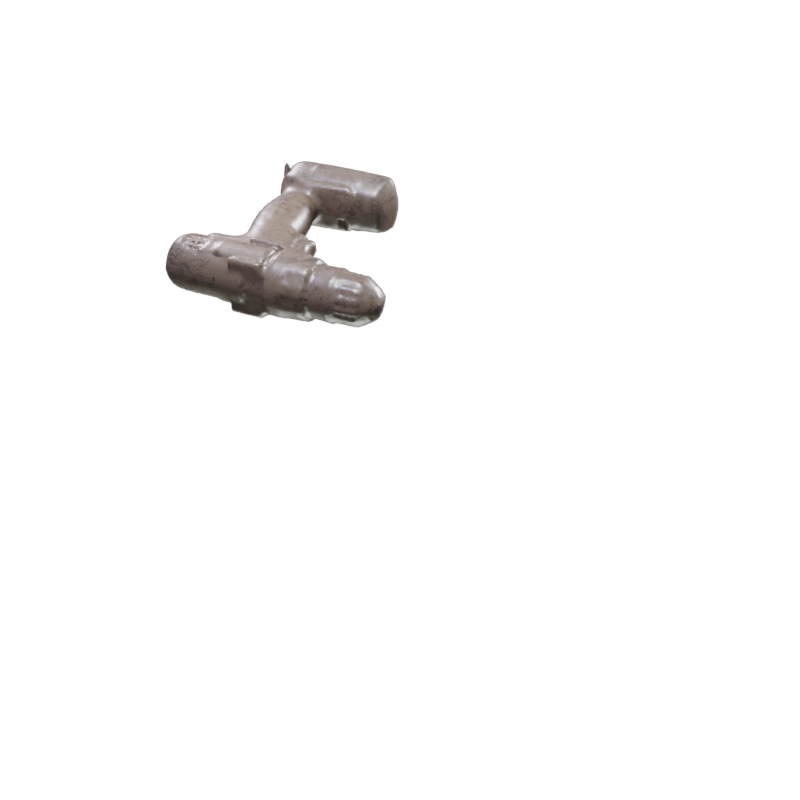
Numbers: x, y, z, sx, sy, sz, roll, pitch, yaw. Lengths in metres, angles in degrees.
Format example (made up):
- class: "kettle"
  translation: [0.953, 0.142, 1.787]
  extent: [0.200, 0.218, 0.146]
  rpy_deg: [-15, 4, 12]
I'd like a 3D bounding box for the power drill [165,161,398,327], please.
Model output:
- class: "power drill"
  translation: [-0.071, -0.130, 0.908]
  extent: [0.192, 0.054, 0.192]
  rpy_deg: [15, 36, 21]
